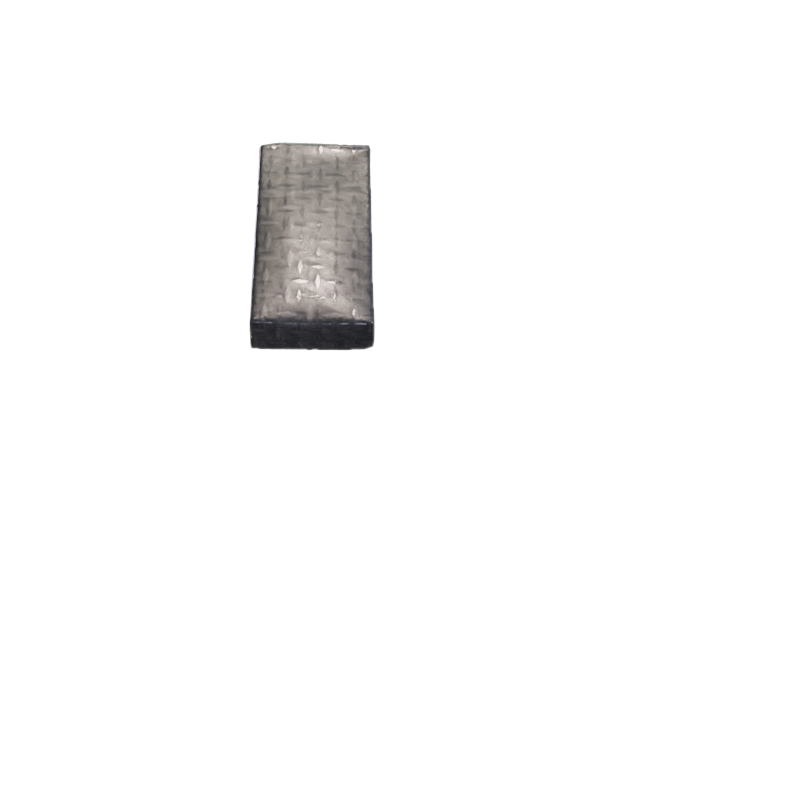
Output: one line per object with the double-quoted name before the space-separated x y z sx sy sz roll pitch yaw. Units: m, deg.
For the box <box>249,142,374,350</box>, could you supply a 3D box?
"box" -0.068 -0.124 0.865 0.093 0.188 0.045 0 -32 -3
